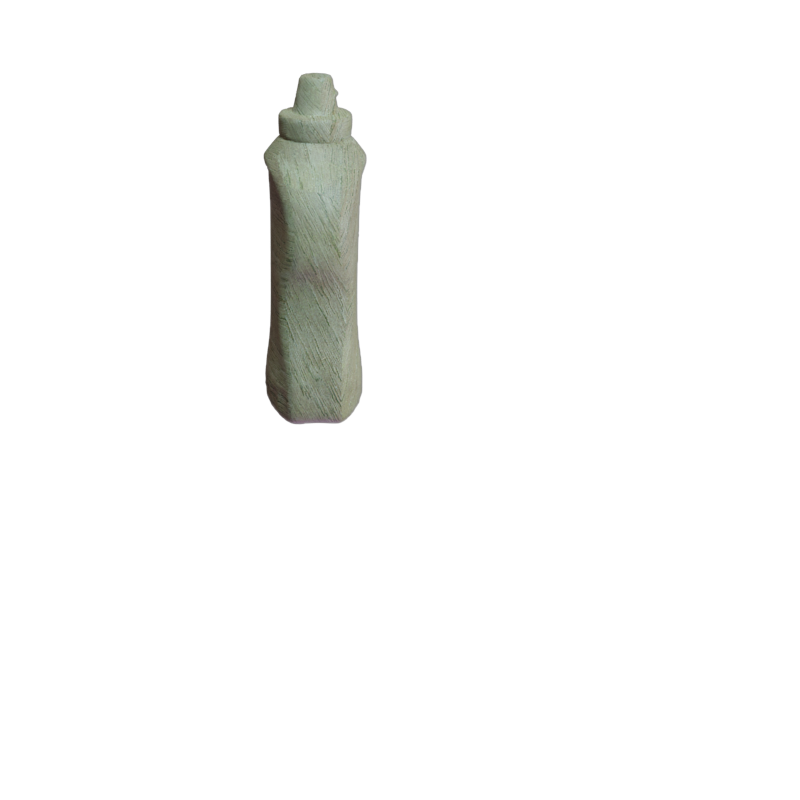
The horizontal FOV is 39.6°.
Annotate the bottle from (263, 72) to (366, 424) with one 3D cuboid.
[{"bbox_3d":[-0.049,-0.091,0.635,0.058,0.183,0.101,0,21,-4],"label":"bottle"}]
